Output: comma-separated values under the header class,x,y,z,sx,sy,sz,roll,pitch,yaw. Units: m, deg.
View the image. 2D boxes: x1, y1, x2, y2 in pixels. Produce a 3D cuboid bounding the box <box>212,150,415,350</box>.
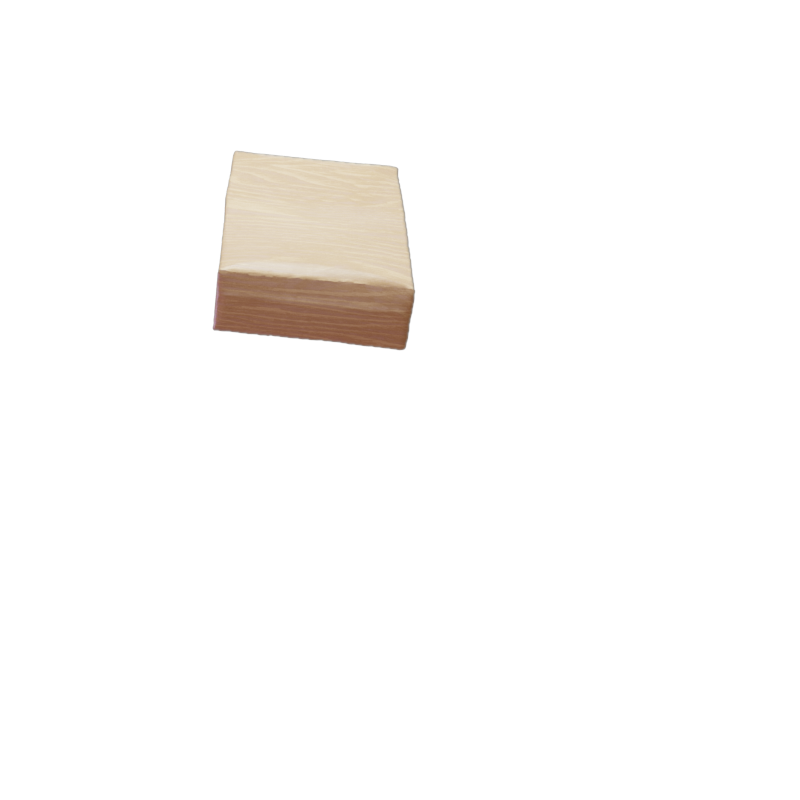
class,x,y,z,sx,sy,sz,roll,pitch,yaw
box,-0.078,-0.141,0.990,0.163,0.068,0.229,4,37,-6
